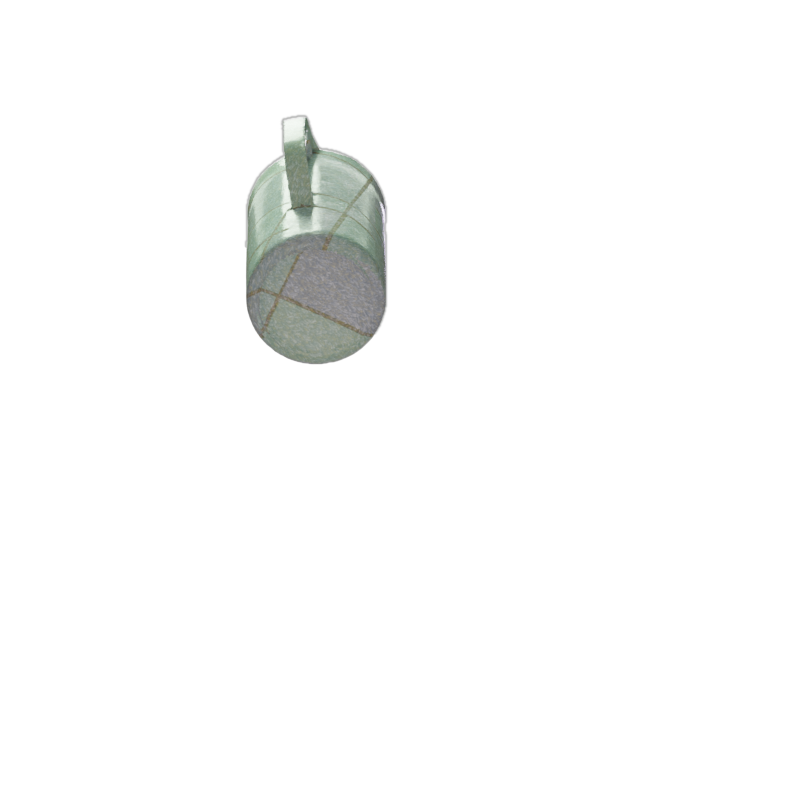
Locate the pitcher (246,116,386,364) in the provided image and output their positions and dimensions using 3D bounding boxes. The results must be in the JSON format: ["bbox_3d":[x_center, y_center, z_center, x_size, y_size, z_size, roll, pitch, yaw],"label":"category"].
[{"bbox_3d":[-0.074,-0.135,0.949,0.145,0.142,0.255,33,17,-16],"label":"pitcher"}]
